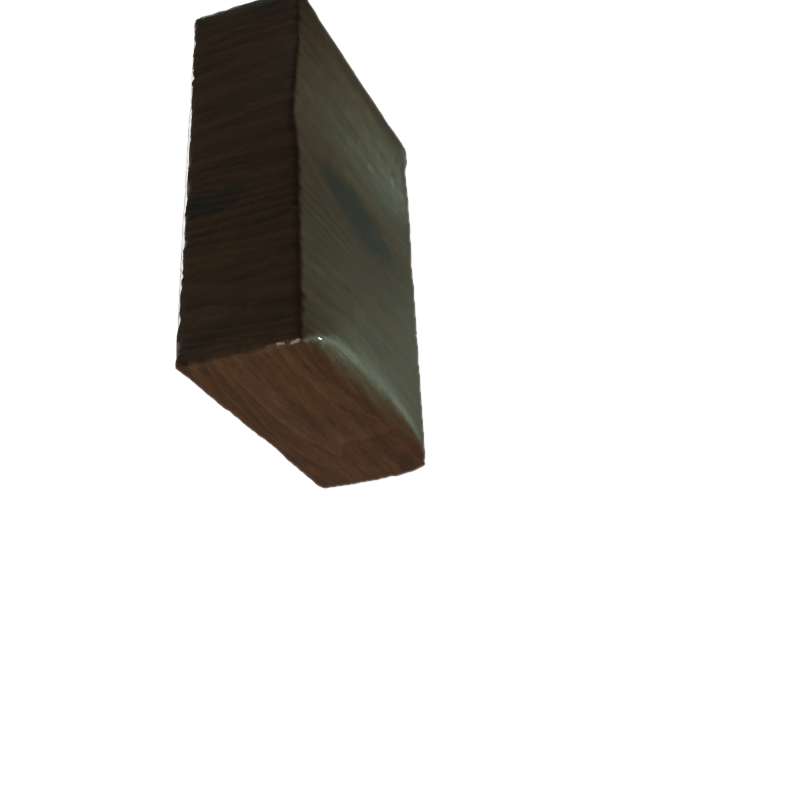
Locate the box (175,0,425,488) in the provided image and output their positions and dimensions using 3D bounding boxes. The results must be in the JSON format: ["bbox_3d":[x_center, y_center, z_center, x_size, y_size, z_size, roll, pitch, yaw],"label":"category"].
[{"bbox_3d":[-0.046,-0.084,0.589,0.073,0.228,0.152,-14,-32,18],"label":"box"}]
